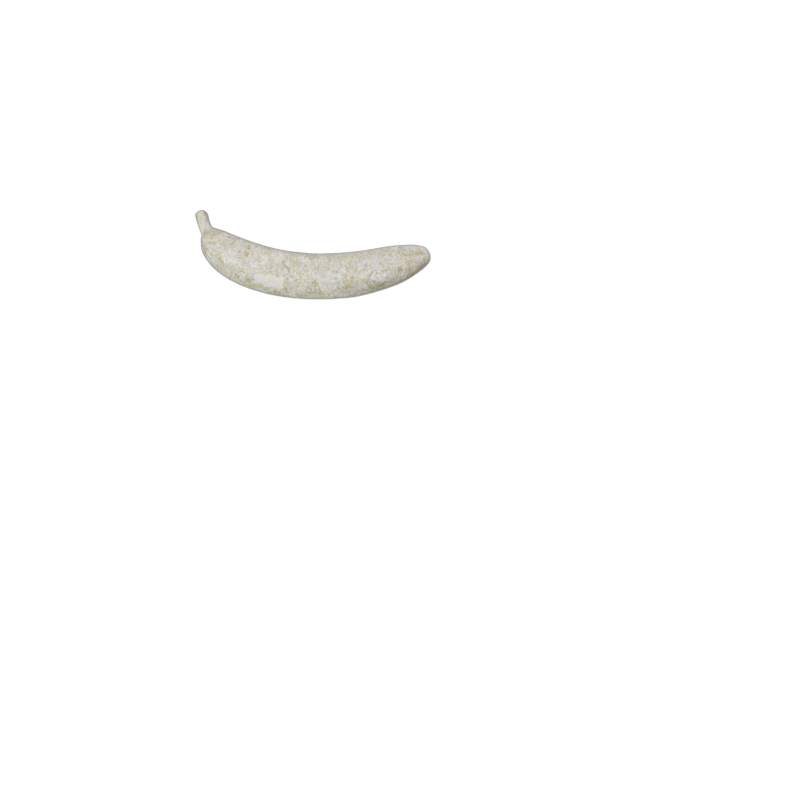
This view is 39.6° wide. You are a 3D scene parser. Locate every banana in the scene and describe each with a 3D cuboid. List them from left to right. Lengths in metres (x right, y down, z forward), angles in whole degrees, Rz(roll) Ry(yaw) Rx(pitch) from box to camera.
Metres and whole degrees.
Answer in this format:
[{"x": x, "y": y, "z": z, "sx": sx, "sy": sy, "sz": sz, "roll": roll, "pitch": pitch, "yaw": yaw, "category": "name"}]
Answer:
[{"x": -0.077, "y": -0.112, "z": 0.886, "sx": 0.200, "sy": 0.073, "sz": 0.035, "roll": 11, "pitch": -27, "yaw": 6, "category": "banana"}]
